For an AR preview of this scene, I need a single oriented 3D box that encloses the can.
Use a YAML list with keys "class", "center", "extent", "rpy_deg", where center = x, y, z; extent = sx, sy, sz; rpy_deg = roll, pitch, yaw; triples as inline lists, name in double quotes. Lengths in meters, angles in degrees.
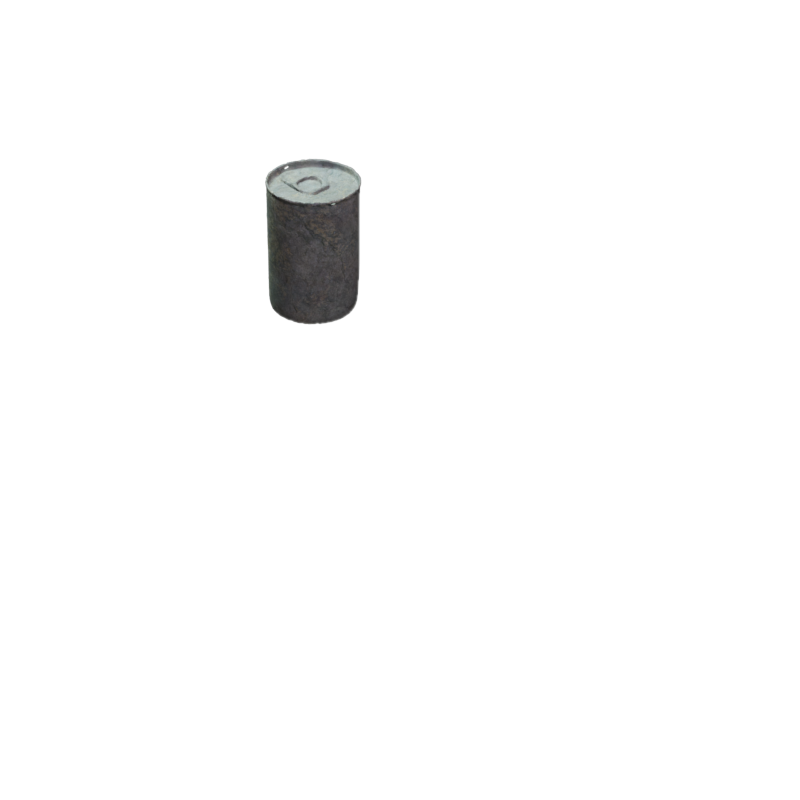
- class: "can"
  center: [-0.063, -0.115, 0.806]
  extent: [0.068, 0.096, 0.073]
  rpy_deg: [0, 34, -3]
